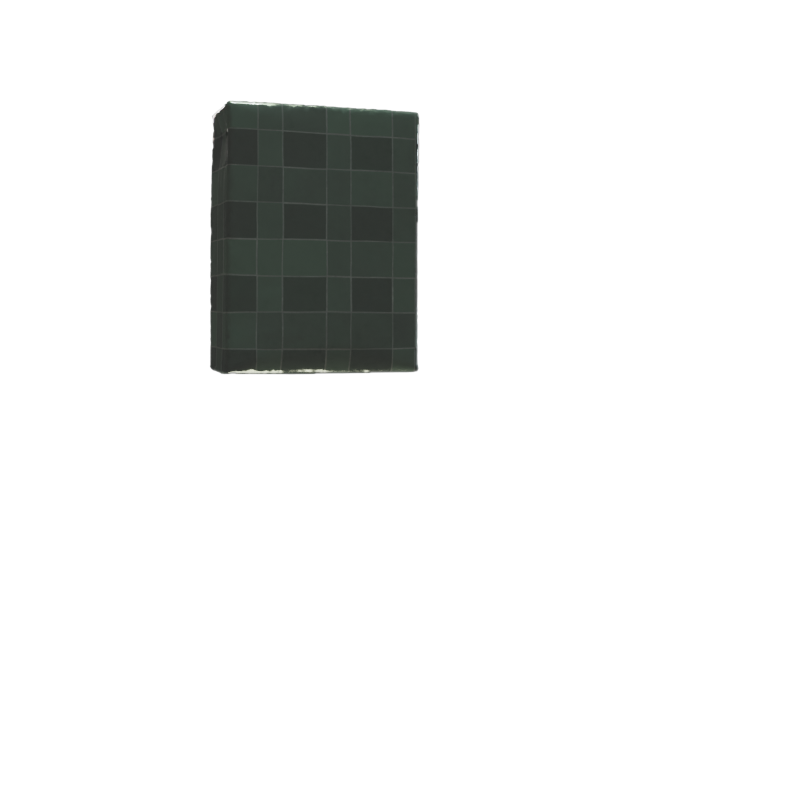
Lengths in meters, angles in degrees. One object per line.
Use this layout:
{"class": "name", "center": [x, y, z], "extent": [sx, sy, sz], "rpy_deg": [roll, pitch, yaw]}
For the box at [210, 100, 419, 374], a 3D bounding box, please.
{"class": "box", "center": [-0.071, -0.130, 0.907], "extent": [0.160, 0.216, 0.073], "rpy_deg": [0, -3, -20]}
